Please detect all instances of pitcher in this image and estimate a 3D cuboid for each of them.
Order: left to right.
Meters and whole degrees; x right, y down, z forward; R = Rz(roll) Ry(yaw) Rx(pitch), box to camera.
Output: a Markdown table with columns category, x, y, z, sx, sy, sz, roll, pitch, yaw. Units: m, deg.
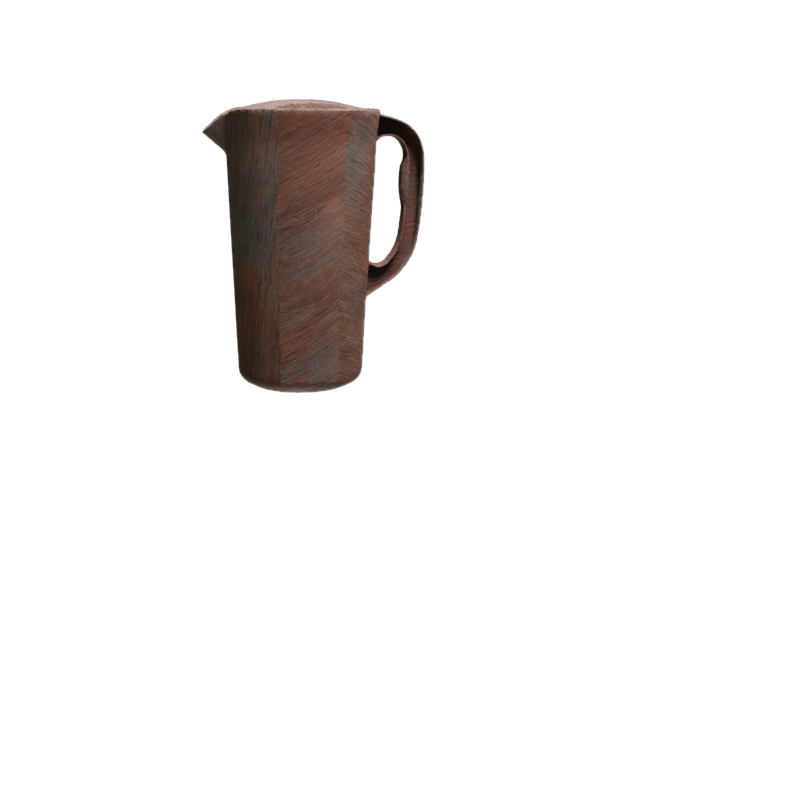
| category | x | y | z | sx | sy | sz | roll | pitch | yaw |
| --- | --- | --- | --- | --- | --- | --- | --- | --- | --- |
| pitcher | -0.075 | -0.136 | 0.953 | 0.156 | 0.238 | 0.142 | 8 | 12 | 33 |
